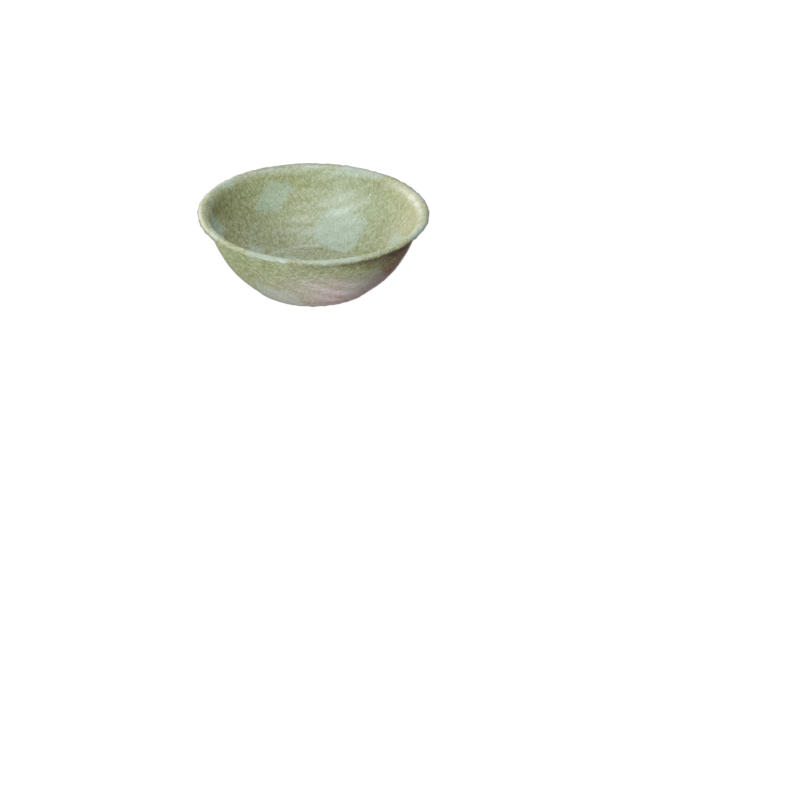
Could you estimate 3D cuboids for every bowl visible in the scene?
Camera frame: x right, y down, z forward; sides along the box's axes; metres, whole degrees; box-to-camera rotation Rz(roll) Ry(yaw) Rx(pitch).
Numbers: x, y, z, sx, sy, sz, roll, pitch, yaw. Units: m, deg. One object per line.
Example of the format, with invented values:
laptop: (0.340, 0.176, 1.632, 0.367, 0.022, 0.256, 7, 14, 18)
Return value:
bowl: (-0.061, -0.112, 0.784, 0.162, 0.052, 0.172, -1, 32, -2)
